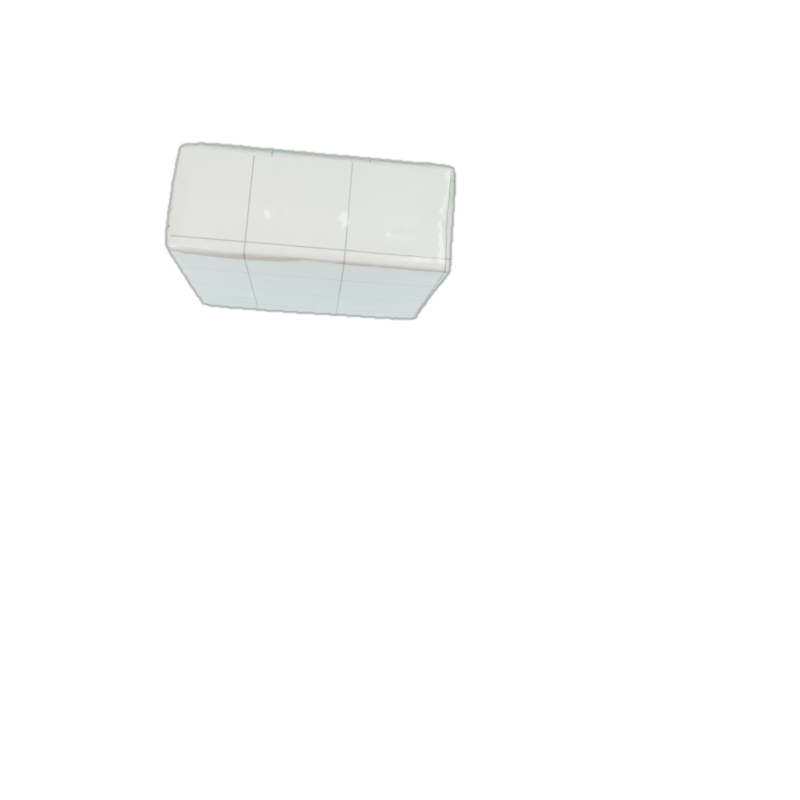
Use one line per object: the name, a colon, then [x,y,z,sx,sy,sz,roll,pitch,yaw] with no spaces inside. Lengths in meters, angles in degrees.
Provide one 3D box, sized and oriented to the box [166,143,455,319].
box: [-0.057,-0.105,0.734,0.164,0.073,0.210,5,-5,-2]
